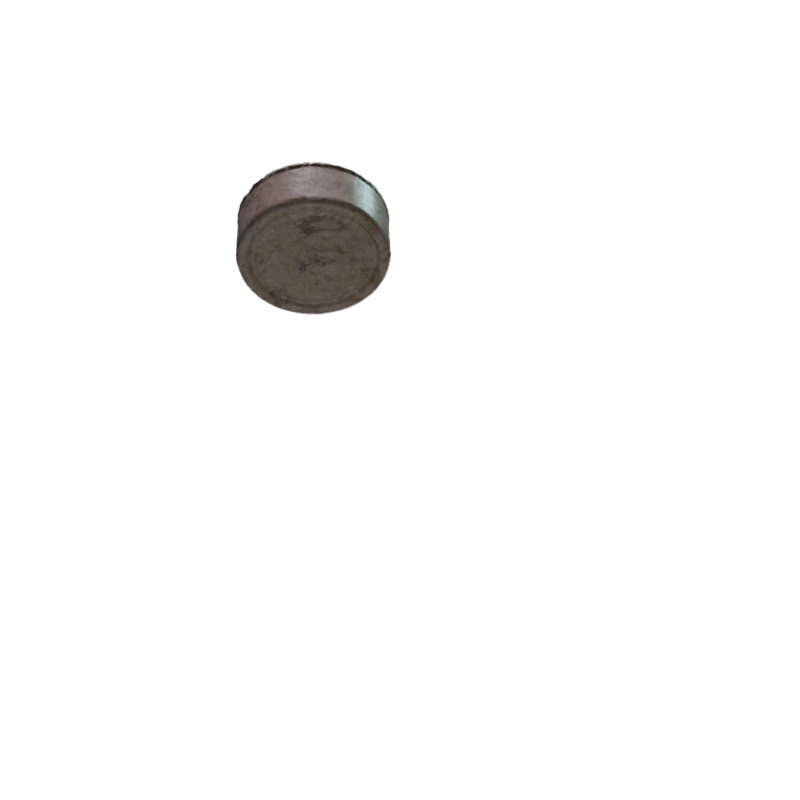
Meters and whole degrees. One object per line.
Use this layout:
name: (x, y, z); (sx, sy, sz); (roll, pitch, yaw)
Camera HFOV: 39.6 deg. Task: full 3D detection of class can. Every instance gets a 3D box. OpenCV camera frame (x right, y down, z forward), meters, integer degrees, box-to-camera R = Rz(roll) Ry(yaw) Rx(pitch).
can: (-0.048, -0.088, 0.613); (0.086, 0.036, 0.080); (1, -45, -1)
